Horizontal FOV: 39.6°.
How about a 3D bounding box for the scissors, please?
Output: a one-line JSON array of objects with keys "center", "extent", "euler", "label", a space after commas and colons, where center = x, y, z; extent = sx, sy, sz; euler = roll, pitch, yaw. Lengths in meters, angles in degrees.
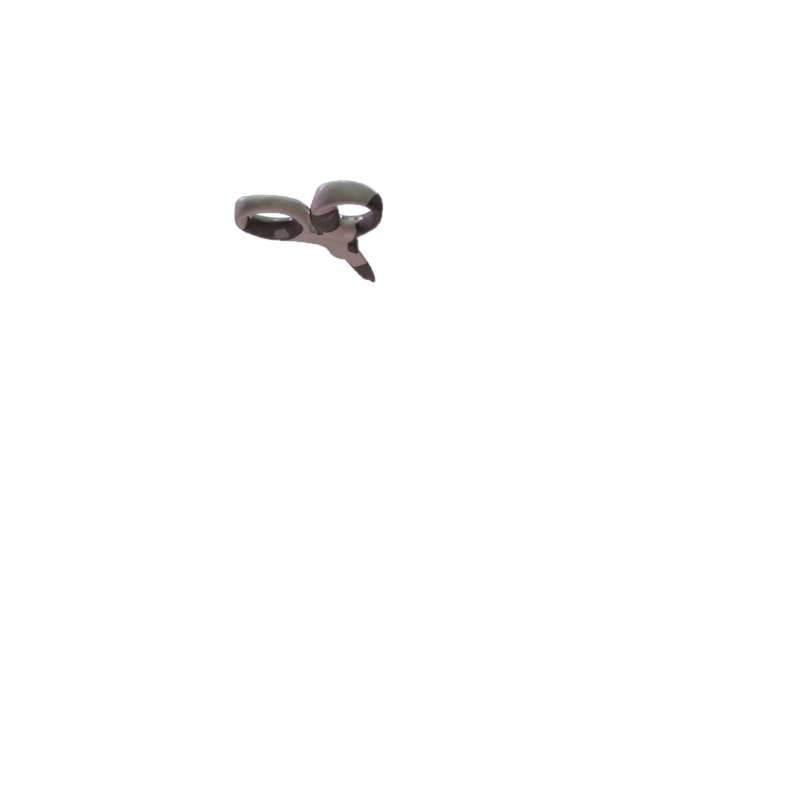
[{"center": [-0.055, -0.101, 0.707], "extent": [0.096, 0.016, 0.197], "euler": [1, -9, -5], "label": "scissors"}]
